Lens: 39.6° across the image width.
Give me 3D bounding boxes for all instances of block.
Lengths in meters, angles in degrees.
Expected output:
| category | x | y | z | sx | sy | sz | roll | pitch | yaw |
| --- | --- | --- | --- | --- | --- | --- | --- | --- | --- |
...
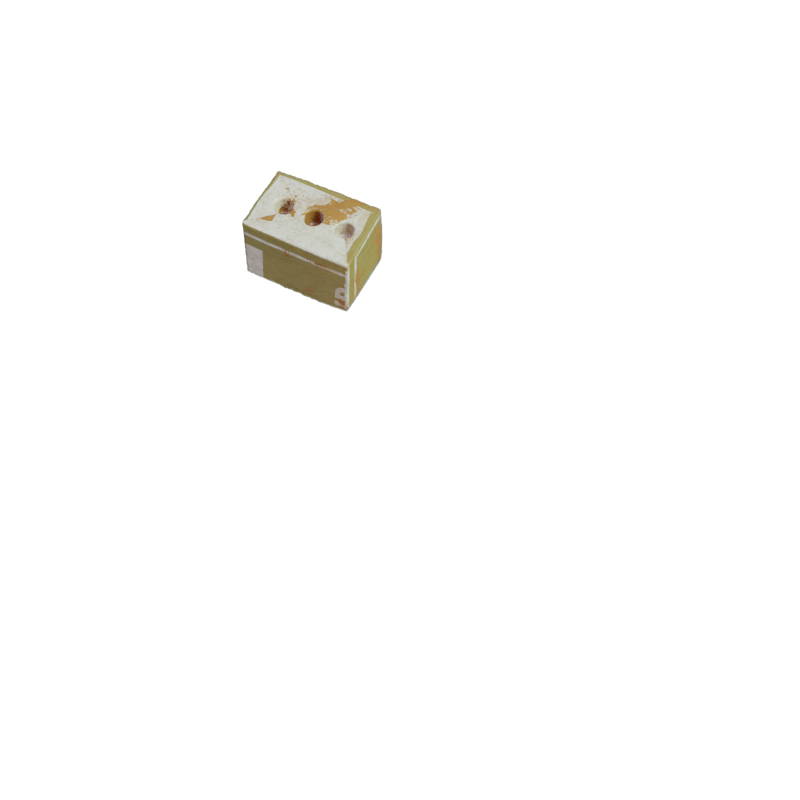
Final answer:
| category | x | y | z | sx | sy | sz | roll | pitch | yaw |
| --- | --- | --- | --- | --- | --- | --- | --- | --- | --- |
| block | -0.057 | -0.104 | 0.725 | 0.080 | 0.055 | 0.048 | 22 | -33 | 14 |
